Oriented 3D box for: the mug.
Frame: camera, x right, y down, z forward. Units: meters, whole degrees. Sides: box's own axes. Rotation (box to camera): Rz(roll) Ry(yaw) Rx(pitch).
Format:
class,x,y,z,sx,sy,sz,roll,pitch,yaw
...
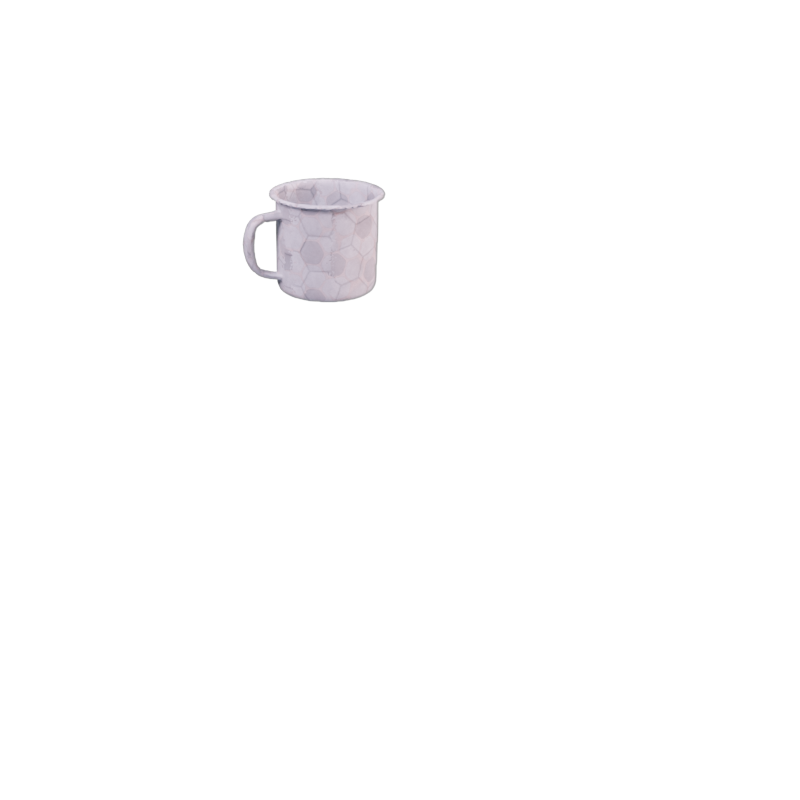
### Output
class,x,y,z,sx,sy,sz,roll,pitch,yaw
mug,-0.070,-0.127,0.892,0.115,0.078,0.099,-10,24,-24
